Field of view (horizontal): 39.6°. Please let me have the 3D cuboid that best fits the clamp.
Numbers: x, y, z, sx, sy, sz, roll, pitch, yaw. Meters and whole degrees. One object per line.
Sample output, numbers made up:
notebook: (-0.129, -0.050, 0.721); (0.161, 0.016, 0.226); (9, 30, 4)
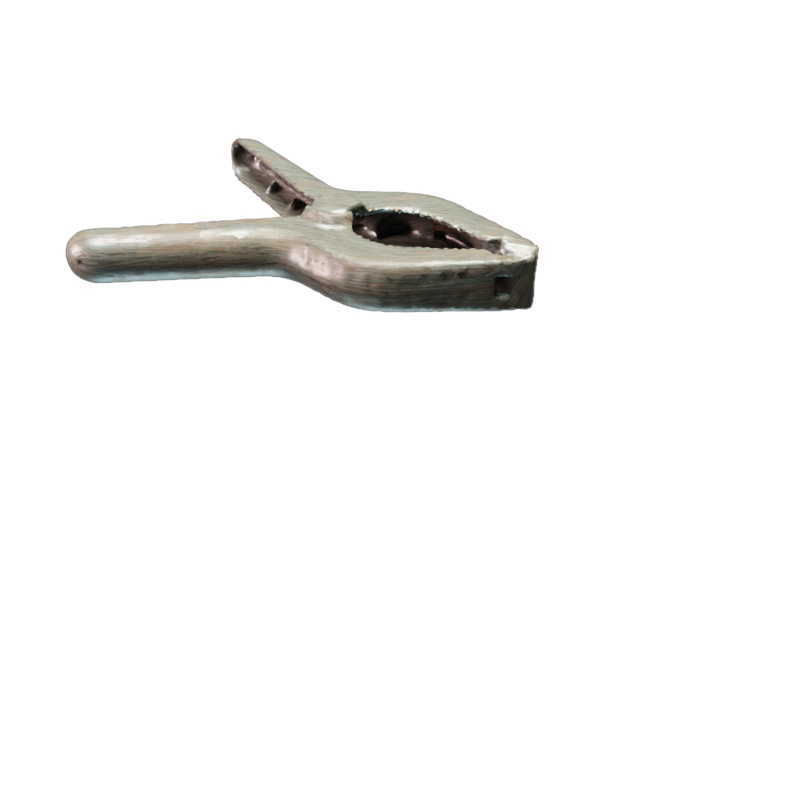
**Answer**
clamp: (-0.042, -0.076, 0.532); (0.220, 0.034, 0.166); (18, 36, 27)
